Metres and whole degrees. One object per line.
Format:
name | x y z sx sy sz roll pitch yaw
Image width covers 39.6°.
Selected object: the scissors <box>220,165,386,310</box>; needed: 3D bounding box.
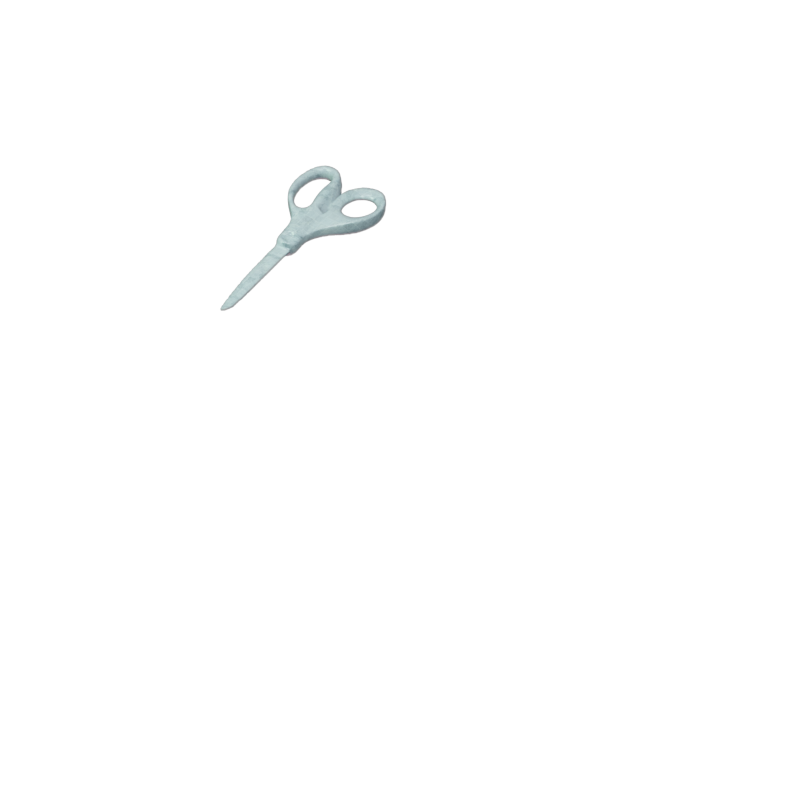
scissors | -0.073 -0.133 0.929 0.098 0.015 0.213 9 45 9
